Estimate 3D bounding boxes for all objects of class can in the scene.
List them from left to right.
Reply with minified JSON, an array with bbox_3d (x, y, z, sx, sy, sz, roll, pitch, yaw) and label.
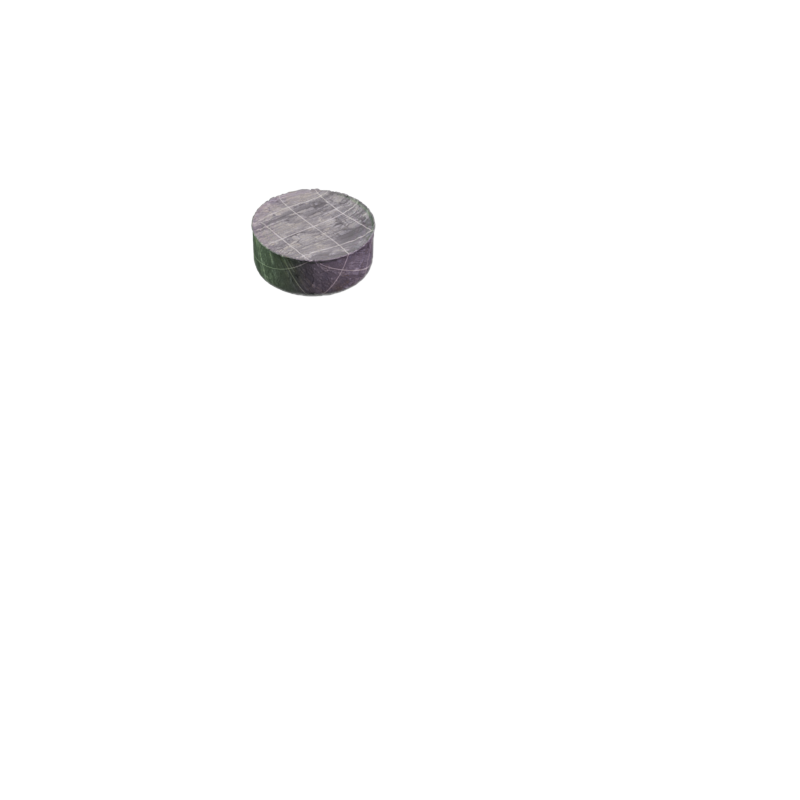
[{"bbox_3d":[-0.061,-0.111,0.776,0.086,0.031,0.092,-1,41,-2],"label":"can"}]
